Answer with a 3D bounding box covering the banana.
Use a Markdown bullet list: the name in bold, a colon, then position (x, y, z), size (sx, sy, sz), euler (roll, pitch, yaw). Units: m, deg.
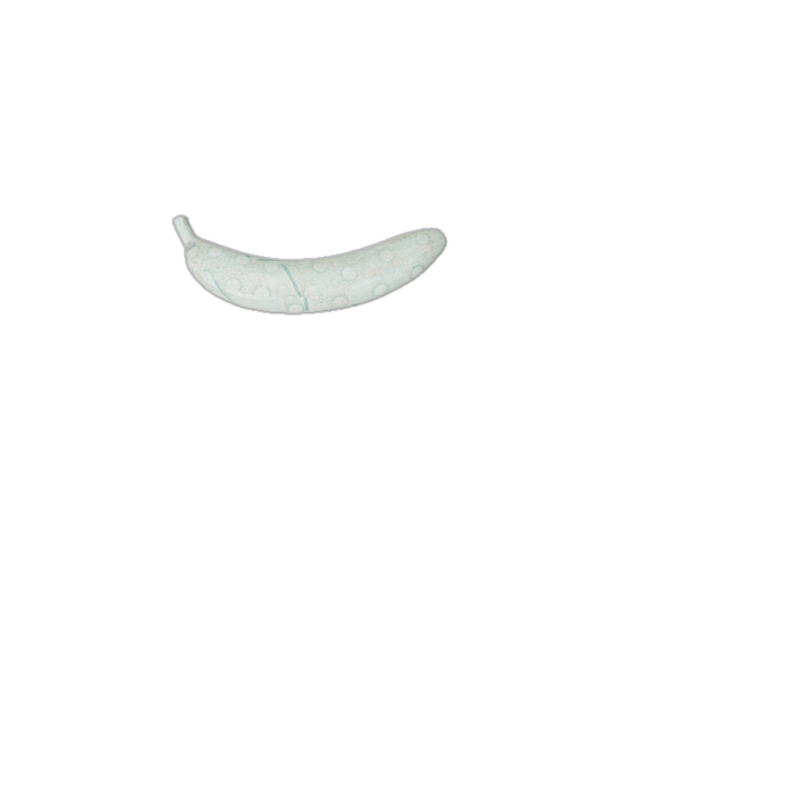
- **banana**: position (-0.066, -0.094, 0.784), size (0.198, 0.072, 0.036), euler (4, -12, 1)
